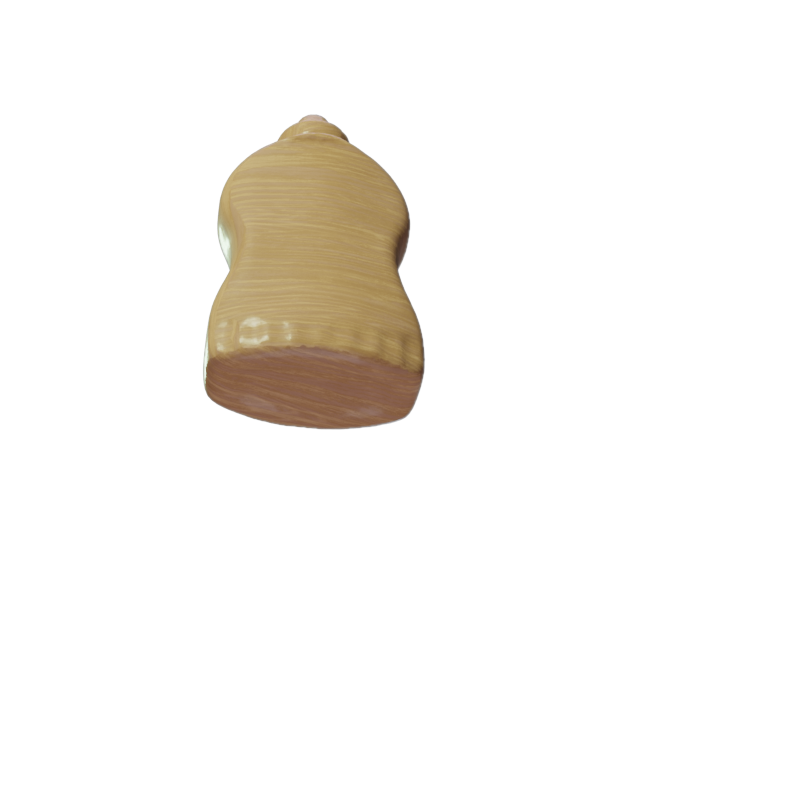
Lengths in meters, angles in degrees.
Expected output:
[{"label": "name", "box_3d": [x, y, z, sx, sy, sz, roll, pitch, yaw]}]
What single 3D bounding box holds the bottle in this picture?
[{"label": "bottle", "box_3d": [-0.043, -0.078, 0.546, 0.095, 0.206, 0.055, 3, -43, -7]}]
